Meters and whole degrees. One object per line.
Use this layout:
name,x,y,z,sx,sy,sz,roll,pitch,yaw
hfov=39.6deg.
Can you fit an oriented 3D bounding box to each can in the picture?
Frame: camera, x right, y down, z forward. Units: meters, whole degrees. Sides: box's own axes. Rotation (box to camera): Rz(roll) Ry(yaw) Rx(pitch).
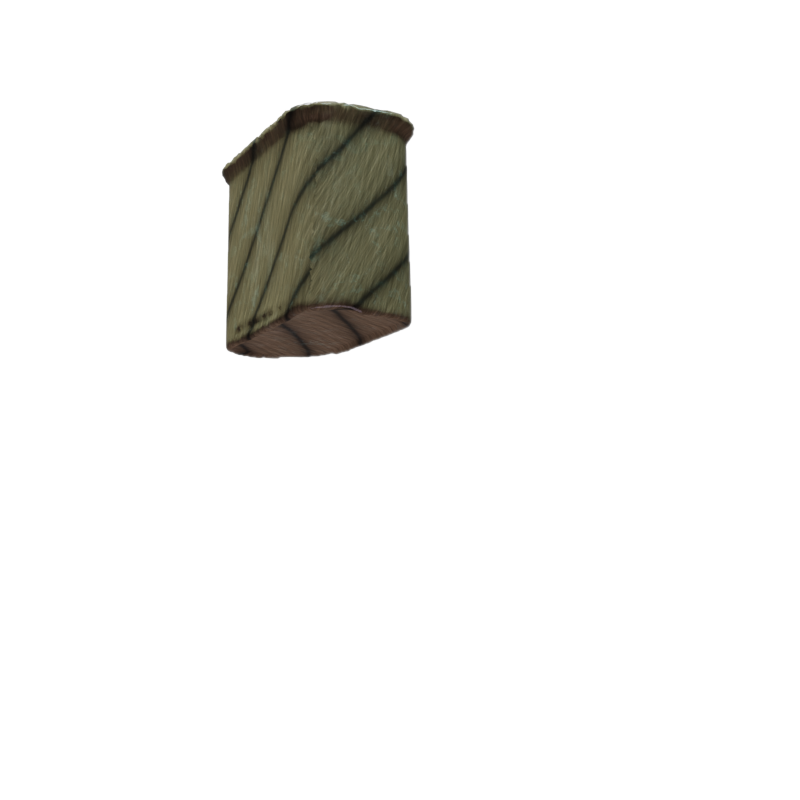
can,-0.036,-0.067,0.467,0.055,0.087,0.102,7,-15,-28
